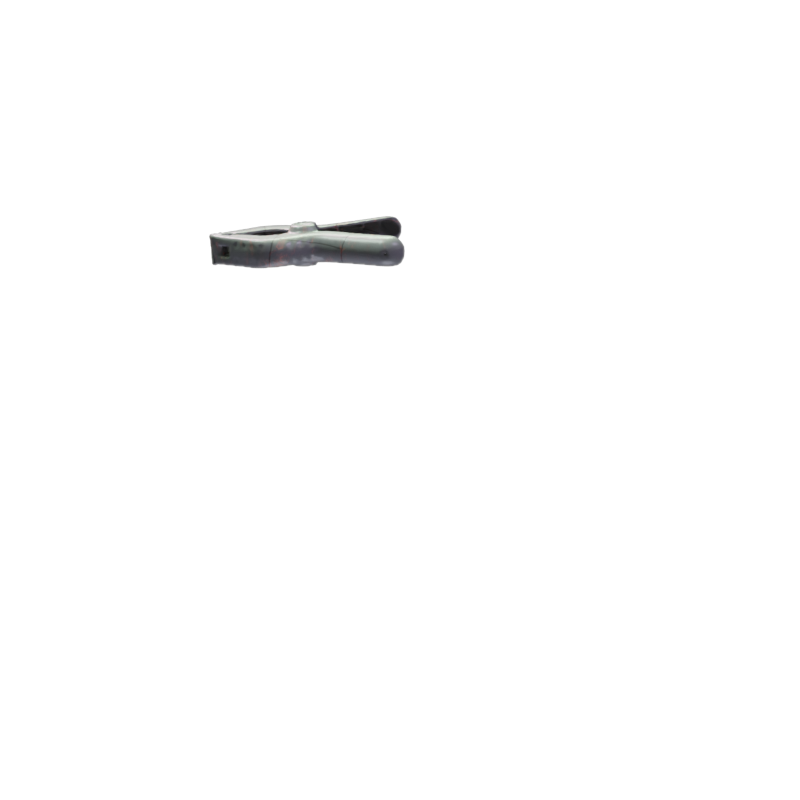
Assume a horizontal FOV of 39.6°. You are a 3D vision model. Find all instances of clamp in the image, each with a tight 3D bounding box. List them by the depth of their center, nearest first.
[{"bbox_3d":[-0.075,-0.137,0.960,0.174,0.038,0.121,2,13,10],"label":"clamp"}]
